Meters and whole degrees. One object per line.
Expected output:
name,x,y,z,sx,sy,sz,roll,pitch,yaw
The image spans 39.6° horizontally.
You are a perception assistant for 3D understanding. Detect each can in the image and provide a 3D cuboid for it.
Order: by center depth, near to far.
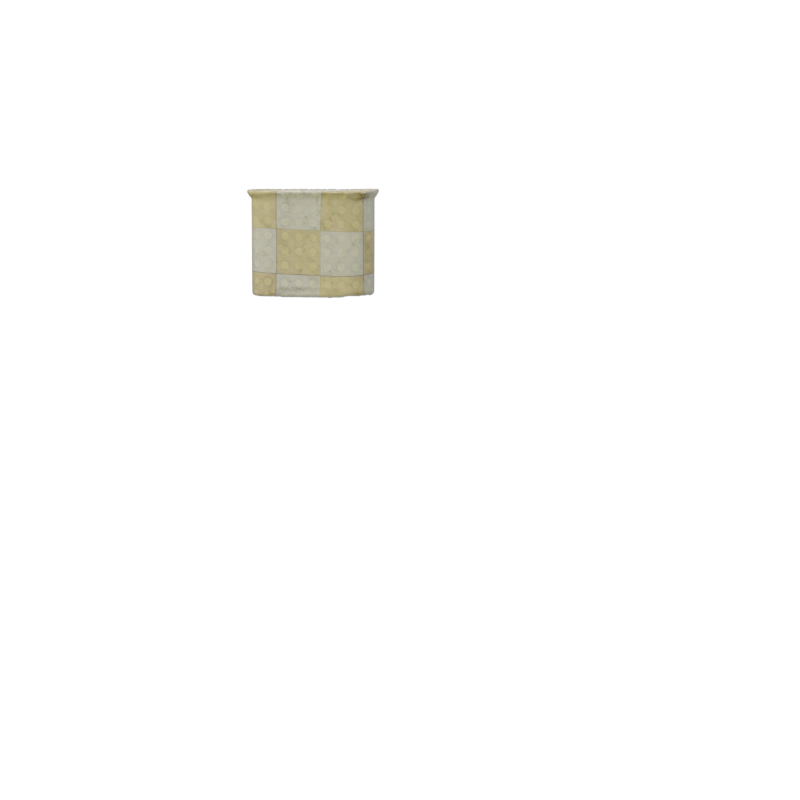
can,-0.069,-0.126,0.881,0.103,0.083,0.057,2,7,10
